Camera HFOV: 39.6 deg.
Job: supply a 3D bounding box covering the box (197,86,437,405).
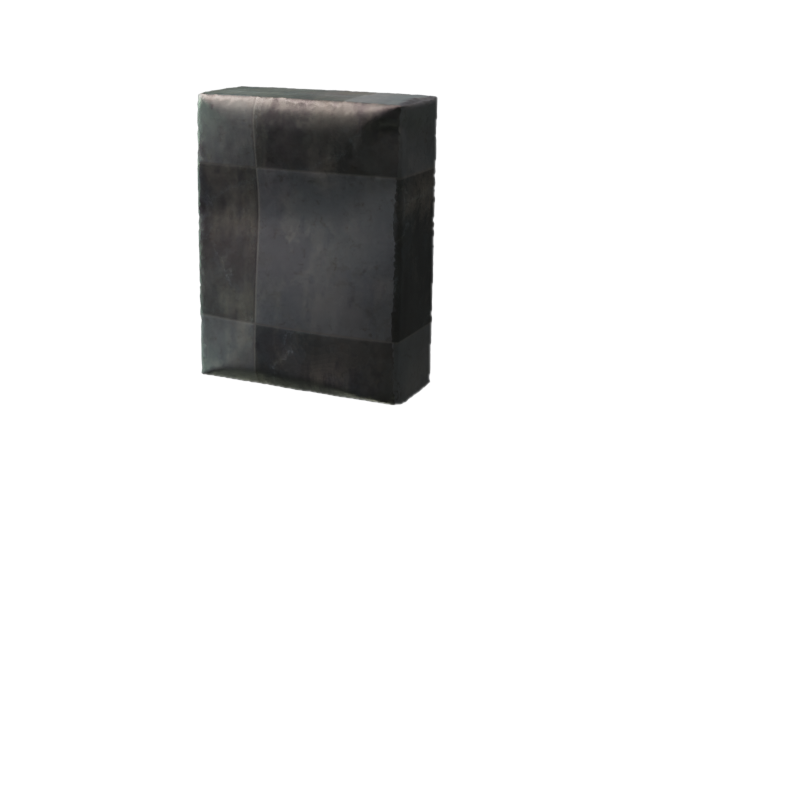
[{"bbox_3d":[-0.063,-0.114,0.802,0.170,0.207,0.071,9,16,25],"label":"box"}]
